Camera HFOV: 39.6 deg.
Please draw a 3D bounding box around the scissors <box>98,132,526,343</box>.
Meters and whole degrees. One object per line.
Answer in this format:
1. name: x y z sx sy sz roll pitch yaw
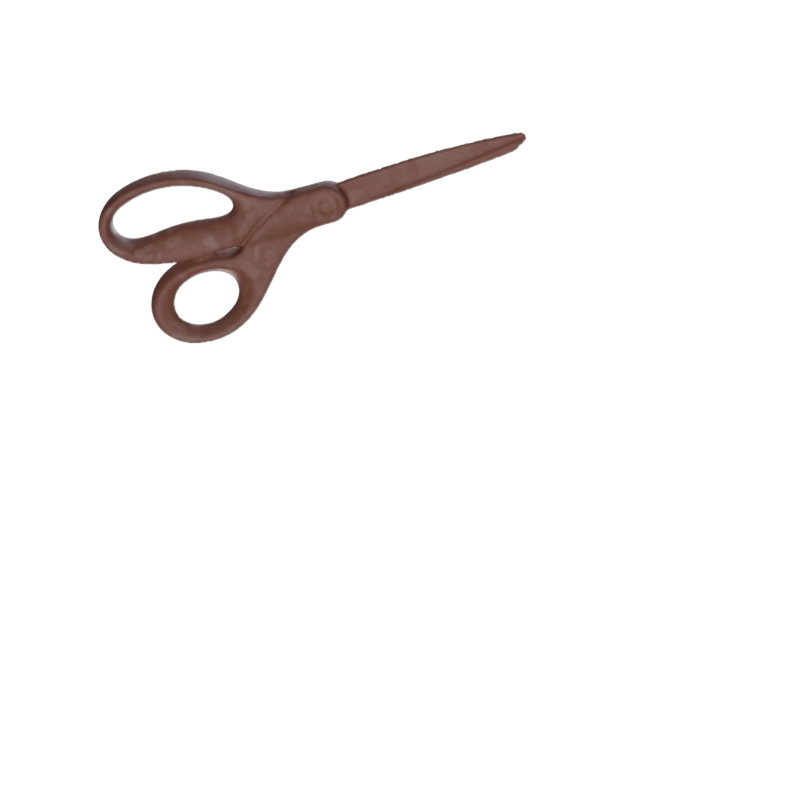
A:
1. scissors: -0.041 -0.075 0.528 0.202 0.091 0.017 -3 25 1
